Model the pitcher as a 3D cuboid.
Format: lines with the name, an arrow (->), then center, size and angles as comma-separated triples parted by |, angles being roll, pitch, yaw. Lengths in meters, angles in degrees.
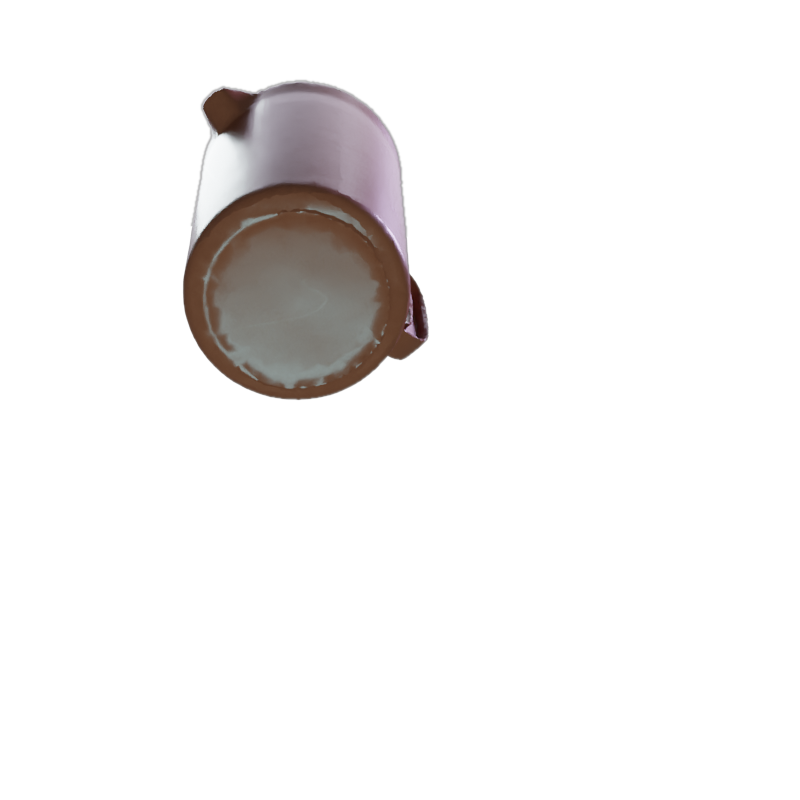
pitcher -> -0.049, -0.090, 0.631 | 0.148, 0.139, 0.255 | 2, 23, -4
